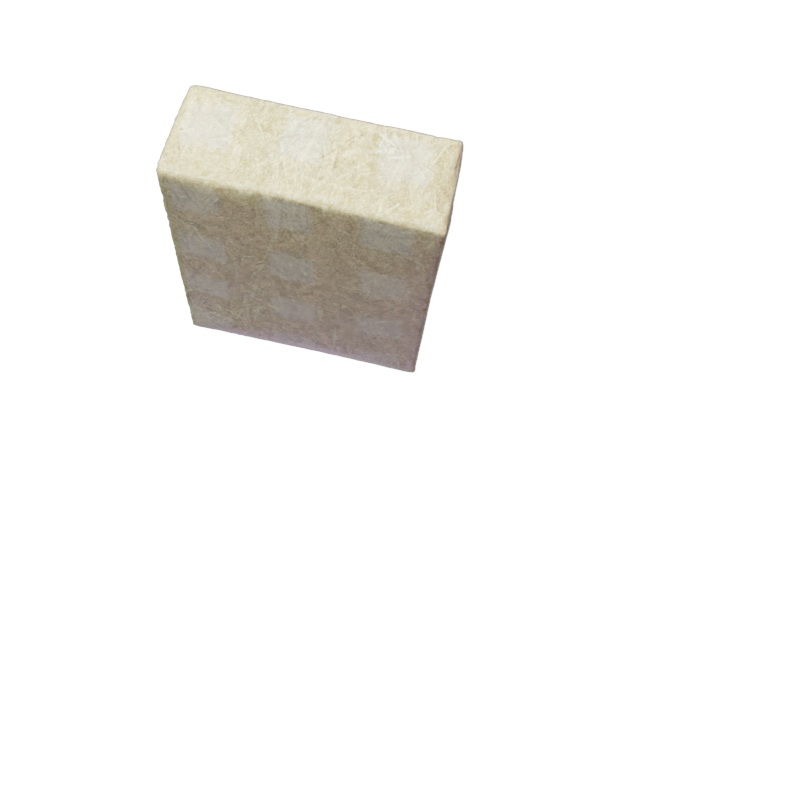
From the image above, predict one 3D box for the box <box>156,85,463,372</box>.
[{"bbox_3d":[-0.055,-0.100,0.704,0.166,0.075,0.203,14,-22,3],"label":"box"}]
